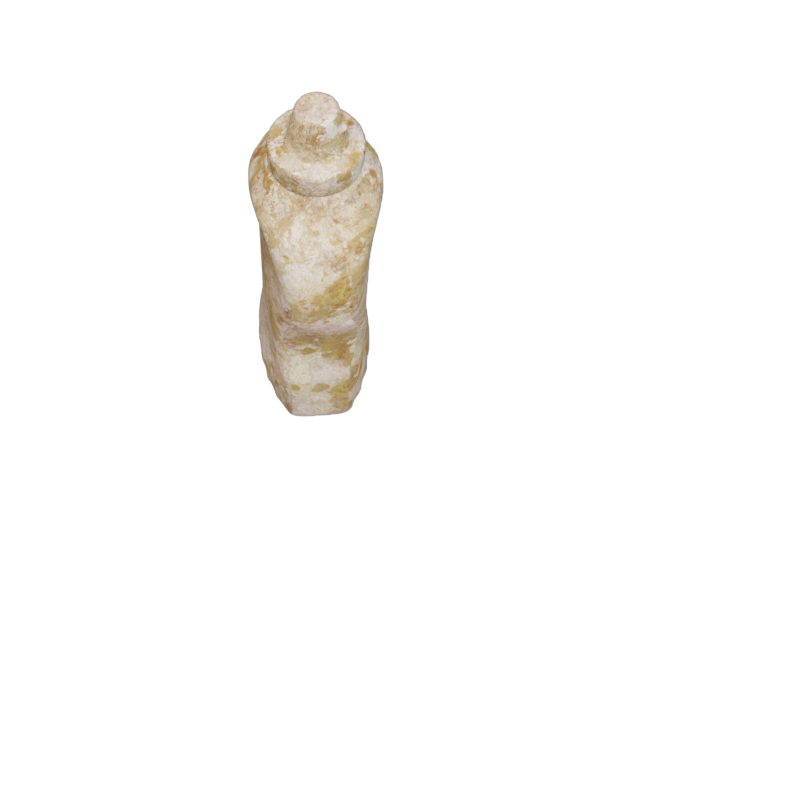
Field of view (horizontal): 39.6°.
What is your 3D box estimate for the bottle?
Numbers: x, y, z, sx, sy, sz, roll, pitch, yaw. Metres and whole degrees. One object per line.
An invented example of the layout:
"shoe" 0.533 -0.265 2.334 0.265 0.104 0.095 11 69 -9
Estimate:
"bottle" -0.040 -0.073 0.513 0.058 0.102 0.180 -2 -28 -5
